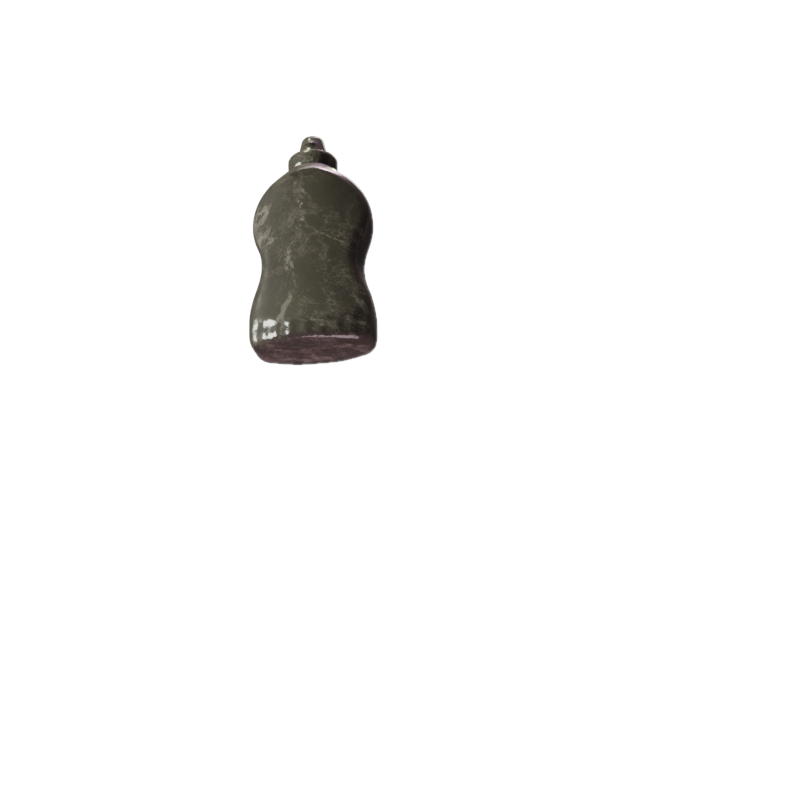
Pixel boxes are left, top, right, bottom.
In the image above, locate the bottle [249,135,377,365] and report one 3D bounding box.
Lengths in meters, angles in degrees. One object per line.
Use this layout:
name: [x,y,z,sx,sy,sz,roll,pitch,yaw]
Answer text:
bottle: [-0.069,-0.126,0.884,0.097,0.203,0.054,-7,-27,10]
